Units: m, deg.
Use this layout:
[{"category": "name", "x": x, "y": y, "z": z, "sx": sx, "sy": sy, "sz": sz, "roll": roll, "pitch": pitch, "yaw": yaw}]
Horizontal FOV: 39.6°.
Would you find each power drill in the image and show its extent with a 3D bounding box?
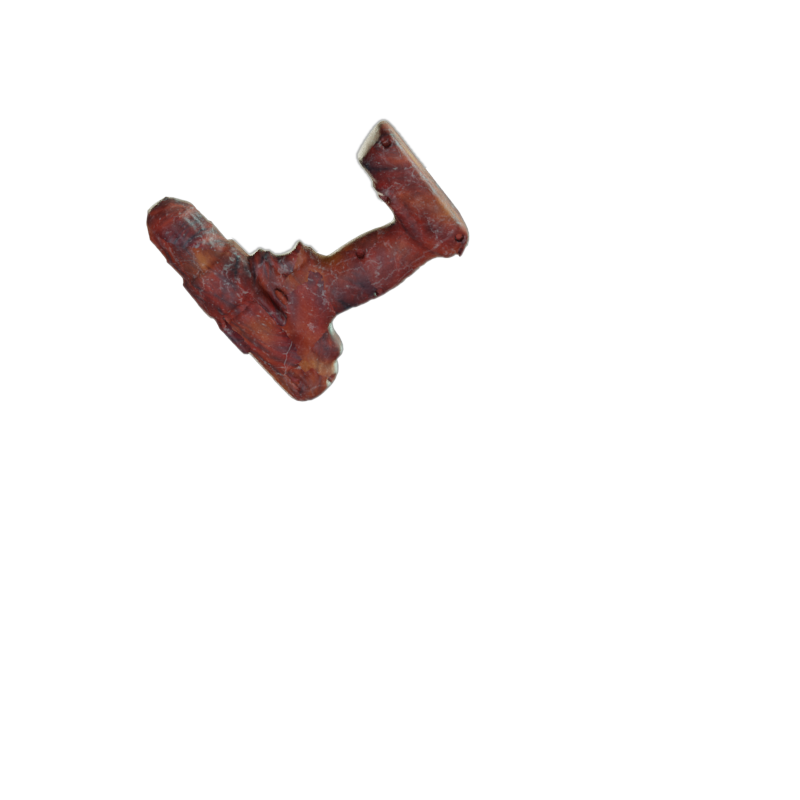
[{"category": "power drill", "x": -0.061, "y": -0.112, "z": 0.785, "sx": 0.186, "sy": 0.177, "sz": 0.060, "roll": -37, "pitch": 18, "yaw": 13}]
